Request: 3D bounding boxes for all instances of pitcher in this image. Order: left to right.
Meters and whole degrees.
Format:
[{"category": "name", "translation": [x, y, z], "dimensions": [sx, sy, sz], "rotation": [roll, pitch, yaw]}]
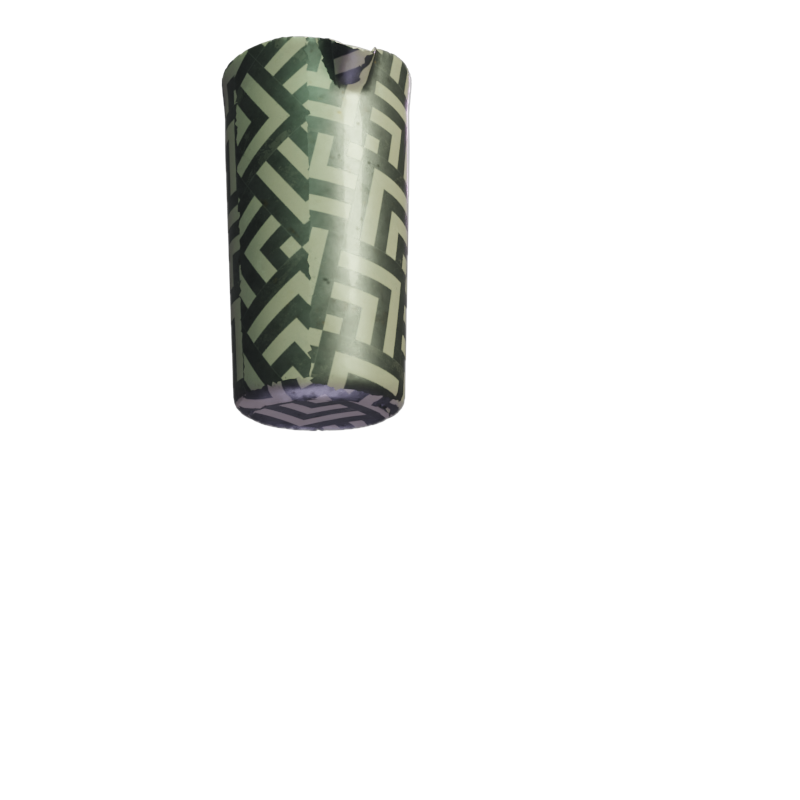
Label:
[{"category": "pitcher", "translation": [-0.058, -0.106, 0.745], "dimensions": [0.148, 0.255, 0.140], "rotation": [-9, -21, 20]}]
